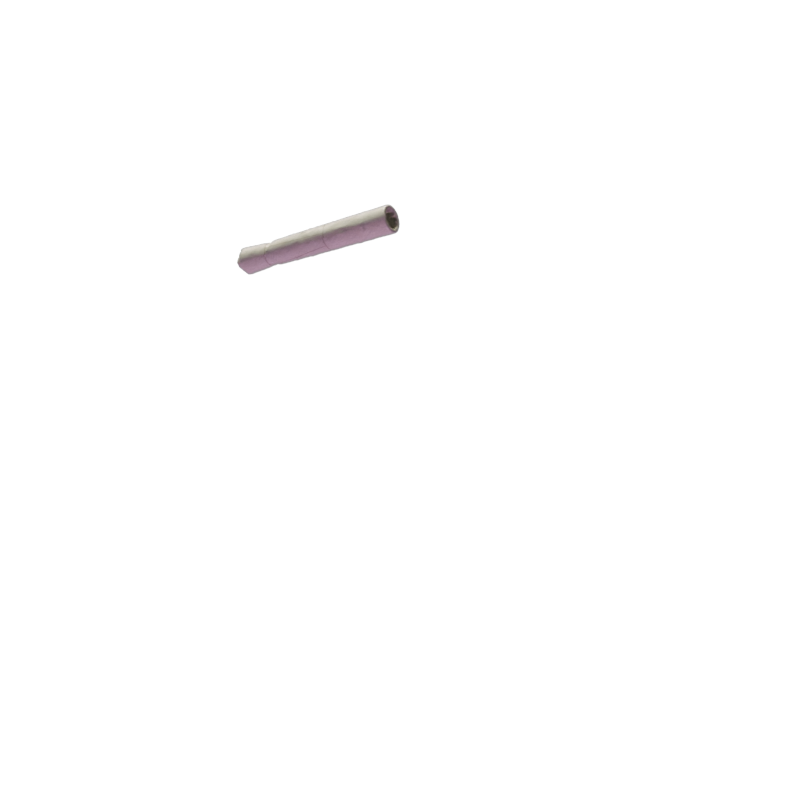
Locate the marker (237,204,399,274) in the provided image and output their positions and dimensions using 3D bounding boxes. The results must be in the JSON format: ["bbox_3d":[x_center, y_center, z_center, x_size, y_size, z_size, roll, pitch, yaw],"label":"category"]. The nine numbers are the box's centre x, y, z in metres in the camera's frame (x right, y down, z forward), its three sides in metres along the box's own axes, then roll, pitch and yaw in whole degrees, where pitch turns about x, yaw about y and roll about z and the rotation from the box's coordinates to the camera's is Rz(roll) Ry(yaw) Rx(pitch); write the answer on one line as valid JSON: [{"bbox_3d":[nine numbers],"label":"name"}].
[{"bbox_3d":[-0.056,-0.103,0.719,0.123,0.020,0.019,-11,-2,32],"label":"marker"}]
